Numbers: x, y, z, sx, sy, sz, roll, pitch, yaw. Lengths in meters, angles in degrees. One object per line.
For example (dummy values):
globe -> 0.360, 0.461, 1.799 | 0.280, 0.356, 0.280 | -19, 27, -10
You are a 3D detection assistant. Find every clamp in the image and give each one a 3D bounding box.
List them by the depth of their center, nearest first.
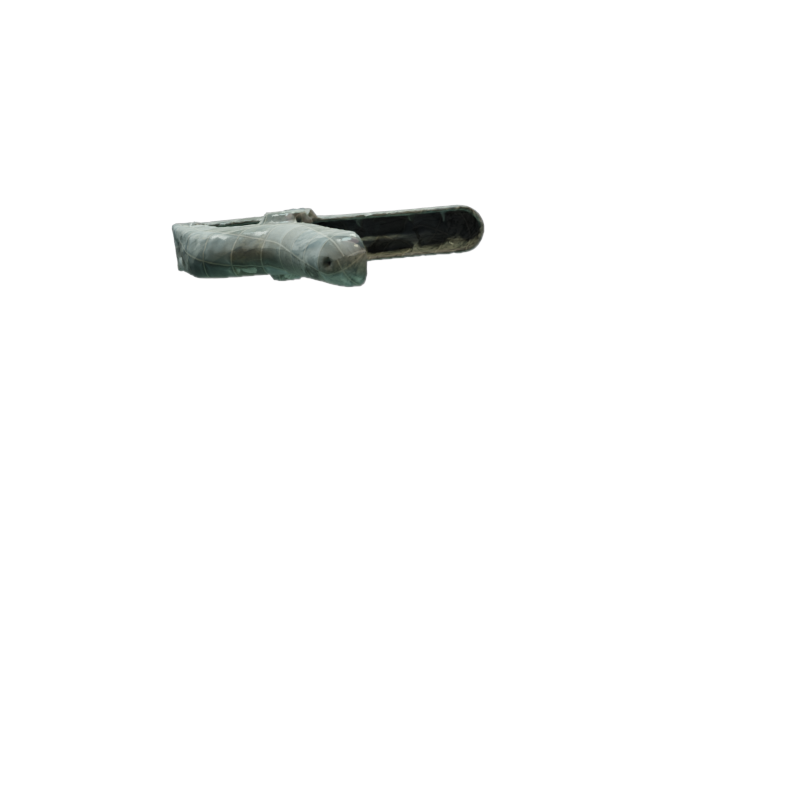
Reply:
clamp -> -0.045, -0.083, 0.581 | 0.180, 0.038, 0.117 | 11, 16, 43
